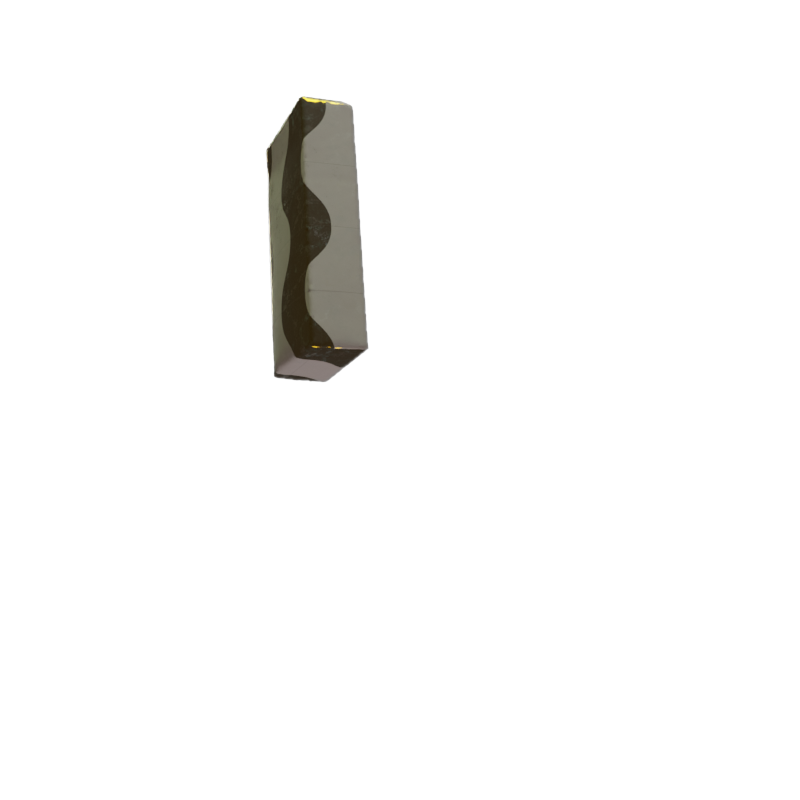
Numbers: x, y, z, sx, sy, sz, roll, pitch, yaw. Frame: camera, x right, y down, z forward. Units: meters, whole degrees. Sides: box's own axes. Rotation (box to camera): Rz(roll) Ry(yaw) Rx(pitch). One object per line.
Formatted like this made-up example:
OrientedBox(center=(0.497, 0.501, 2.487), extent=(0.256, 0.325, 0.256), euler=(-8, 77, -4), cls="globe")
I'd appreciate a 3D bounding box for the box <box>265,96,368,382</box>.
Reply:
OrientedBox(center=(-0.059, -0.109, 0.761), extent=(0.047, 0.184, 0.092), euler=(6, -20, -20), cls="box")
